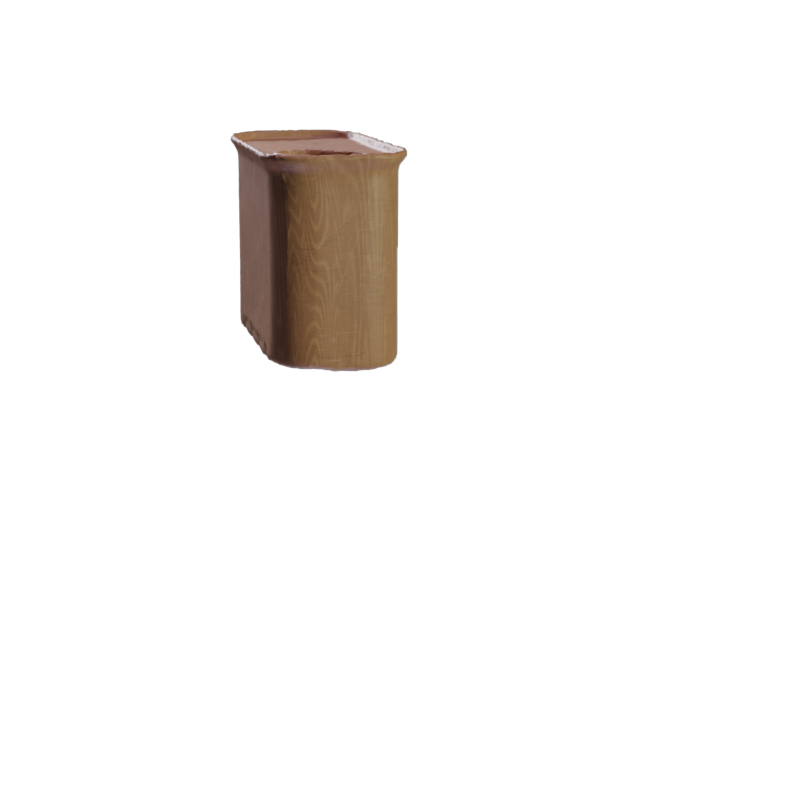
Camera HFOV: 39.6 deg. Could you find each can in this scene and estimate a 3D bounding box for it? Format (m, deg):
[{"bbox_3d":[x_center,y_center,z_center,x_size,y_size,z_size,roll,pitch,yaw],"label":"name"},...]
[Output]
[{"bbox_3d":[-0.036,-0.065,0.456,0.056,0.081,0.107,-3,16,-16],"label":"can"}]
